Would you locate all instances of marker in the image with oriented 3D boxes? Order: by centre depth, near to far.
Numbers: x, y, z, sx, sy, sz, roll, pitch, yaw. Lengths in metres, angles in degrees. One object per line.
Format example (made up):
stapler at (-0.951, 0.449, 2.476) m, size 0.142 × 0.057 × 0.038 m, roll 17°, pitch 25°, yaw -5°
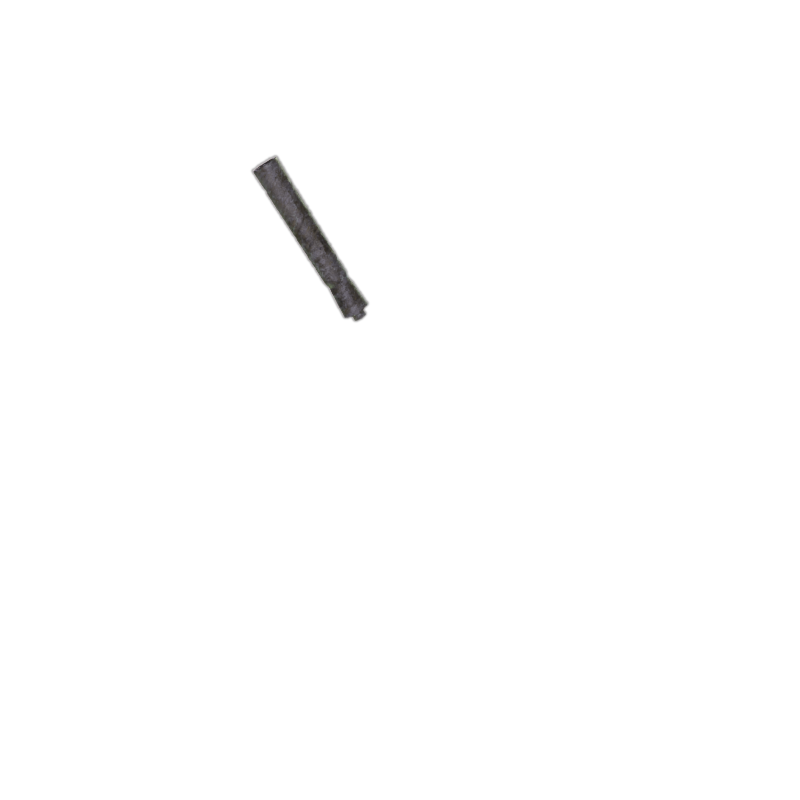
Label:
marker at (-0.057, -0.104, 0.725) m, size 0.020 × 0.118 × 0.020 m, roll -31°, pitch 10°, yaw 6°
